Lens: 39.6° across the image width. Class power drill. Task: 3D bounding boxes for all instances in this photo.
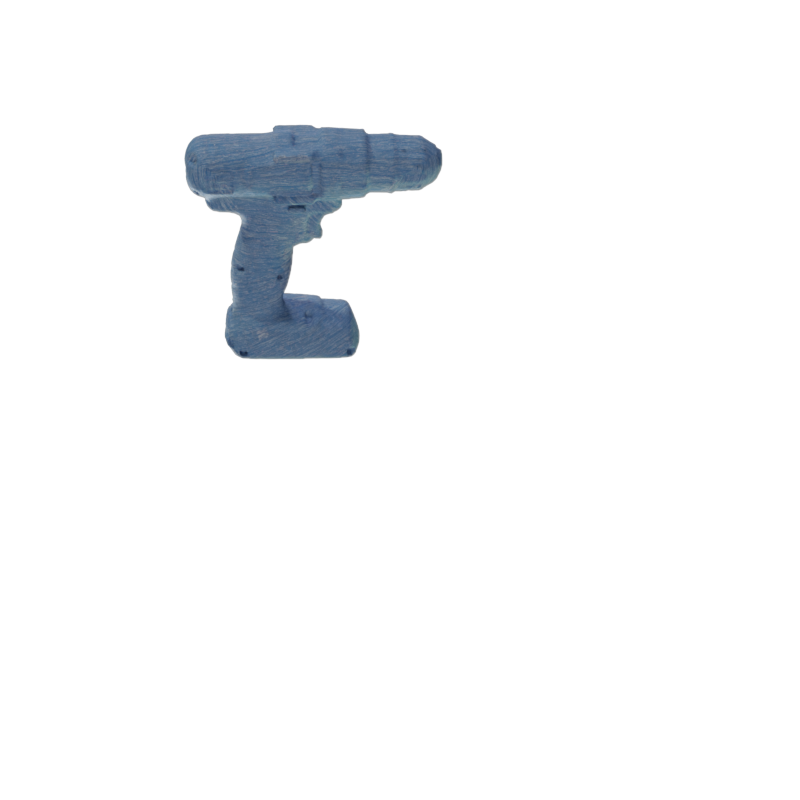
[{"bbox_3d":[-0.065,-0.119,0.834,0.184,0.176,0.061,1,35,-1],"label":"power drill"}]
